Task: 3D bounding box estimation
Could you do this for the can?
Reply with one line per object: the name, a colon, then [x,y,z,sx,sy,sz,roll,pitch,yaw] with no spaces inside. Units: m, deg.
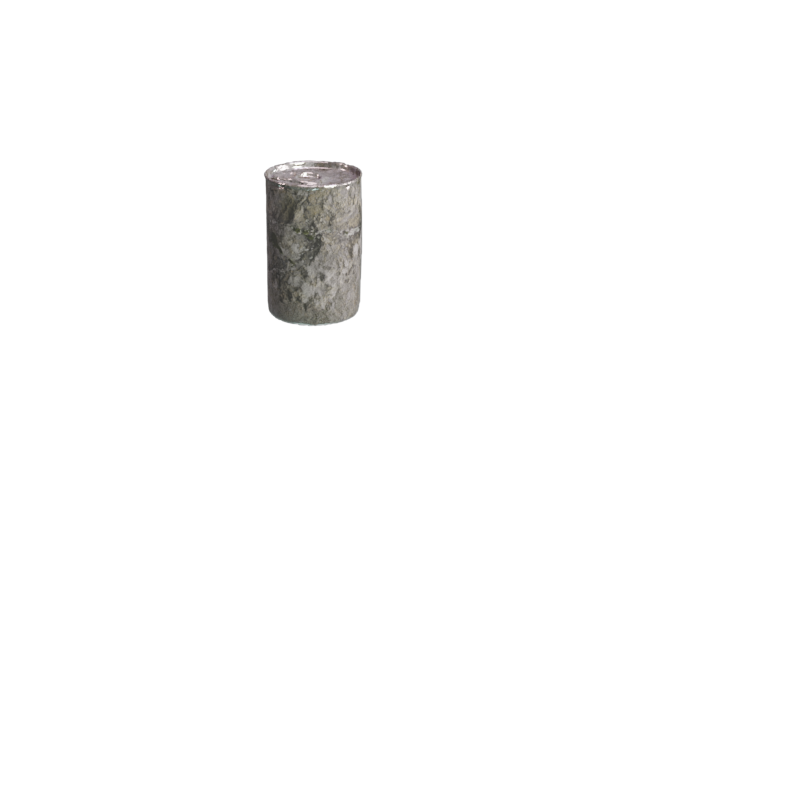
can: [-0.061,-0.112,0.782,0.068,0.098,0.072,0,22,-2]
